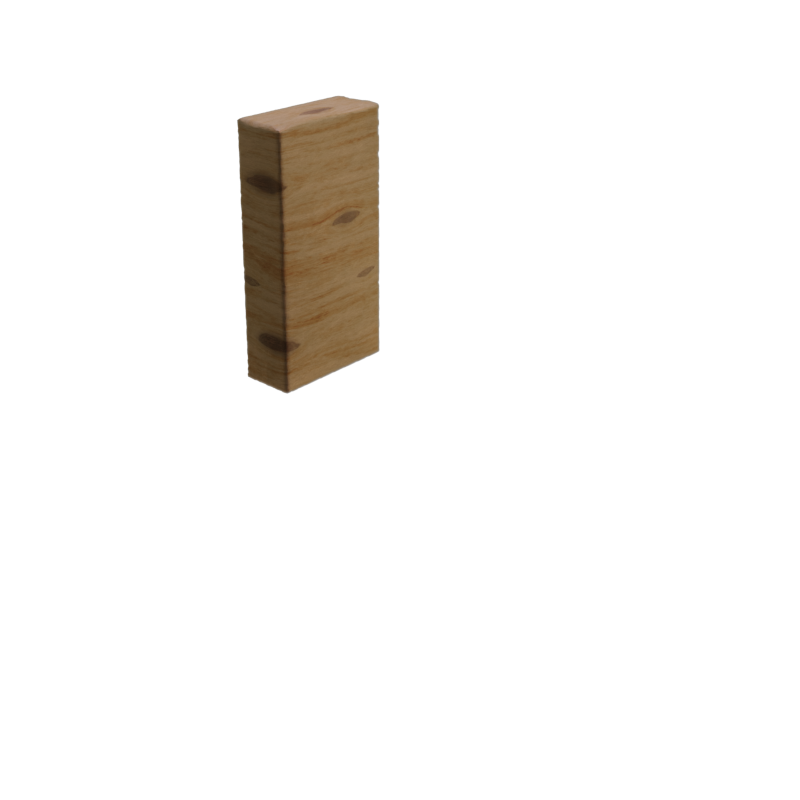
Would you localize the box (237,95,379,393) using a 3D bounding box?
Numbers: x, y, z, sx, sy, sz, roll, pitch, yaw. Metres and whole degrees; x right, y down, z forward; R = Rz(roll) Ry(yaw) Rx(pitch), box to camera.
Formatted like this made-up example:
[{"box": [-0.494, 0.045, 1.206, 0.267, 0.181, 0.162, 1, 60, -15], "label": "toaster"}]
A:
[{"box": [-0.057, -0.103, 0.723, 0.051, 0.168, 0.092, 20, 30, 37], "label": "box"}]
